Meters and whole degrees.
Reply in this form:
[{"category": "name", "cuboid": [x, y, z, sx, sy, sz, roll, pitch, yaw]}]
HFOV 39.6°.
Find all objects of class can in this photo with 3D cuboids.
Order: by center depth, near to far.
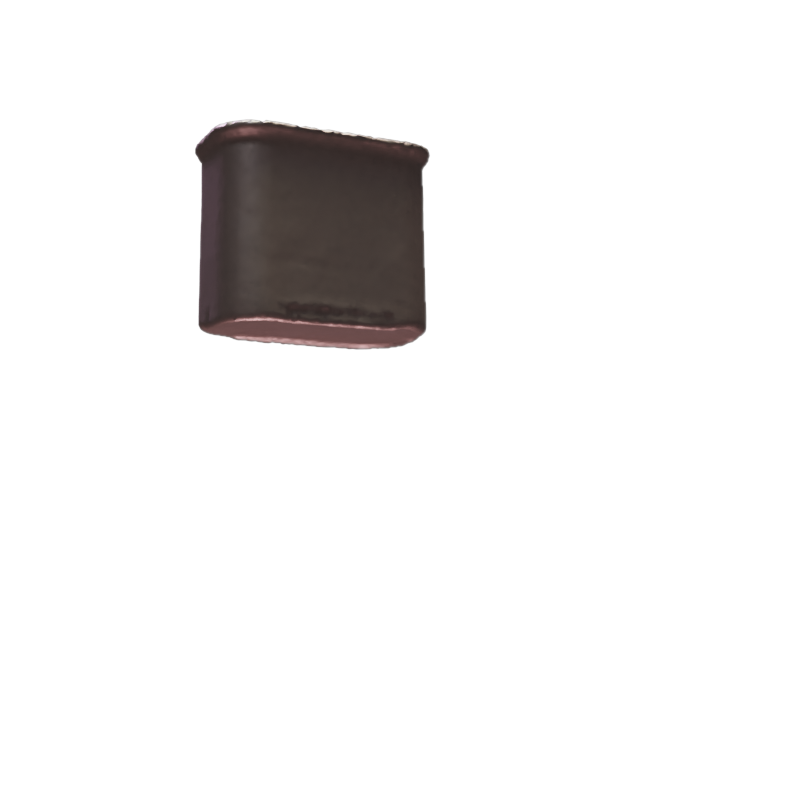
[{"category": "can", "cuboid": [-0.038, -0.069, 0.482, 0.098, 0.087, 0.058, 4, -13, -25]}]
